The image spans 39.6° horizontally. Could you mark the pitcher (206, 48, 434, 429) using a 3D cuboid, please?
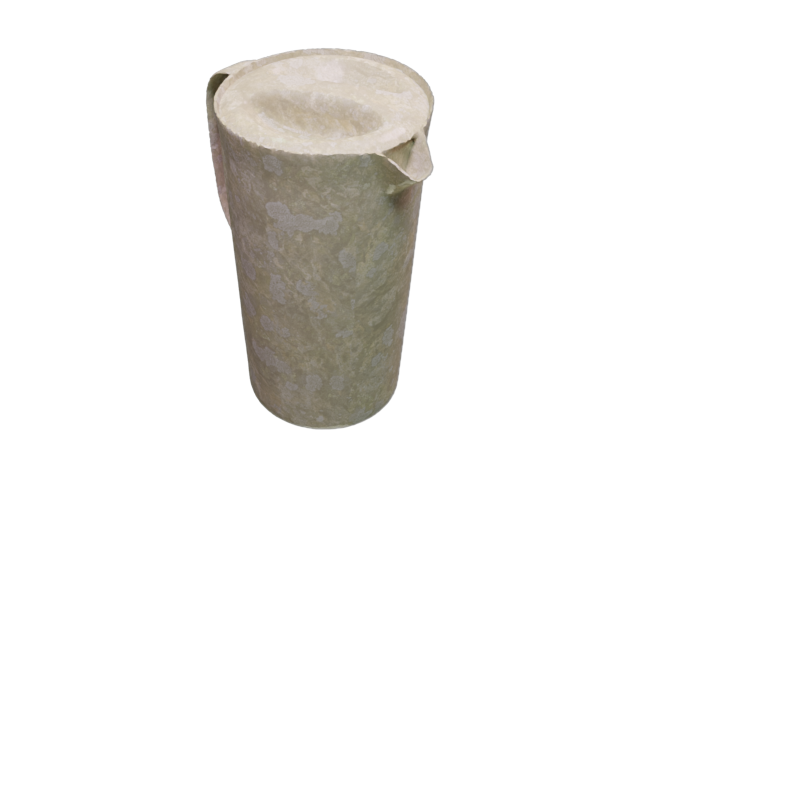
[{"bbox_3d":[-0.058,-0.106,0.741,0.145,0.227,0.160,0,40,-3],"label":"pitcher"}]
